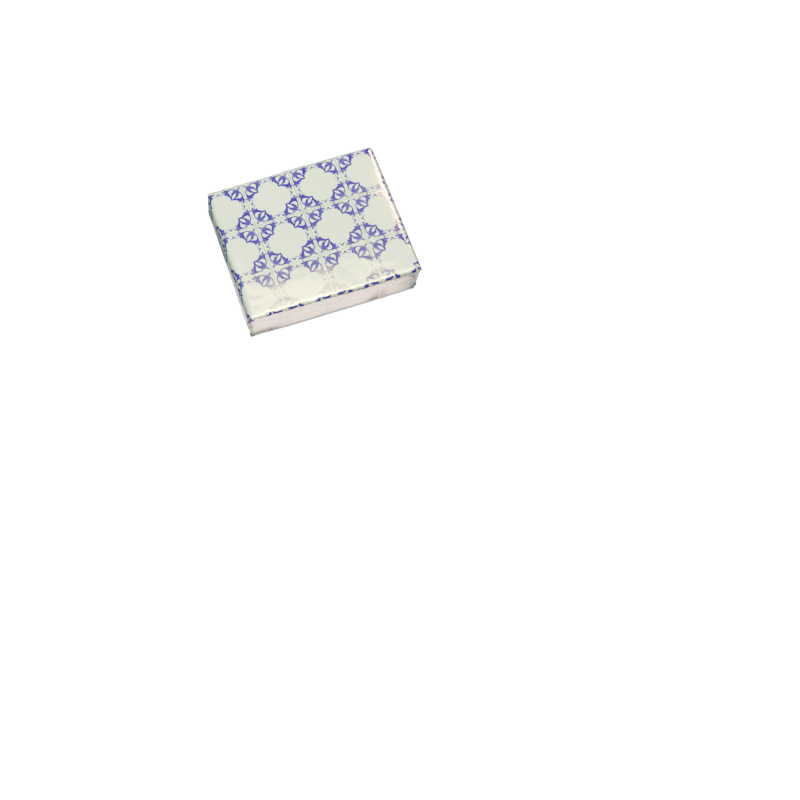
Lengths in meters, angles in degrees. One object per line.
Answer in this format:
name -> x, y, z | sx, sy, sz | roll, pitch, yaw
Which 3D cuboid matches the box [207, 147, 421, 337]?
box -> -0.055, -0.100, 0.697 | 0.113, 0.095, 0.037 | -19, -21, -8
